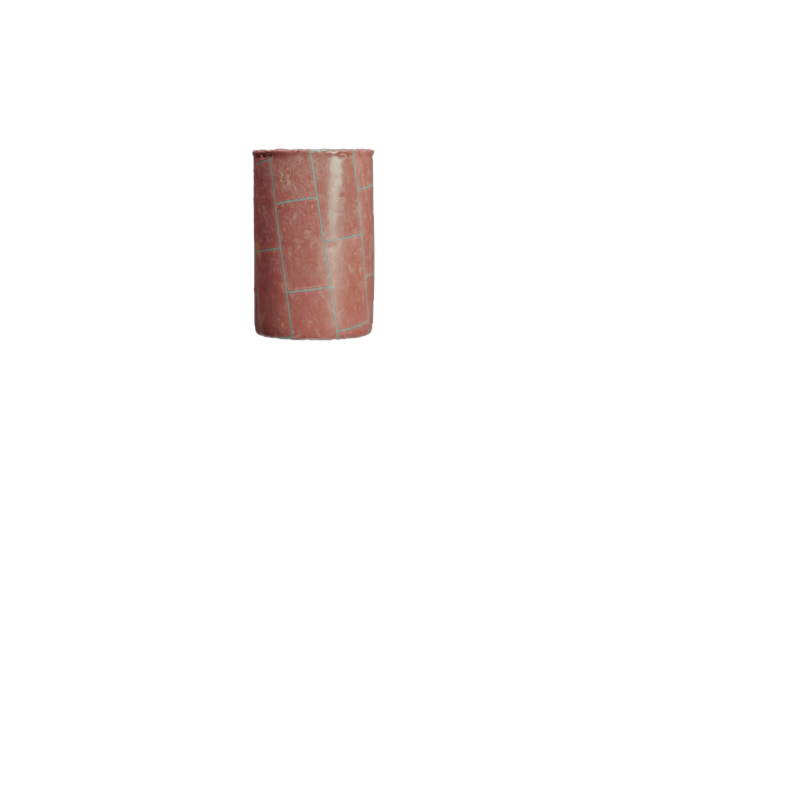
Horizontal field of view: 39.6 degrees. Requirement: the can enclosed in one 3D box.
[{"bbox_3d":[-0.048,-0.088,0.618,0.068,0.101,0.069,0,6,-2],"label":"can"}]
